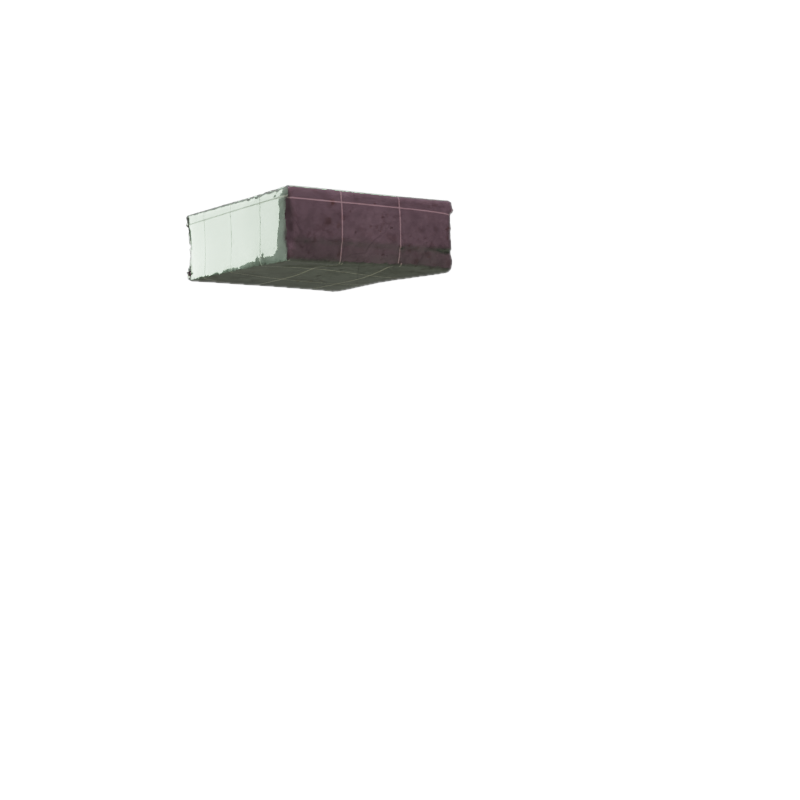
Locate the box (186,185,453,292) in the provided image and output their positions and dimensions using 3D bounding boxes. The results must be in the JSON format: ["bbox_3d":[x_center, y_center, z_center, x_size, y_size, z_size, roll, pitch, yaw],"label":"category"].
[{"bbox_3d":[-0.042,-0.078,0.544,0.086,0.039,0.116,1,-2,-33],"label":"box"}]
